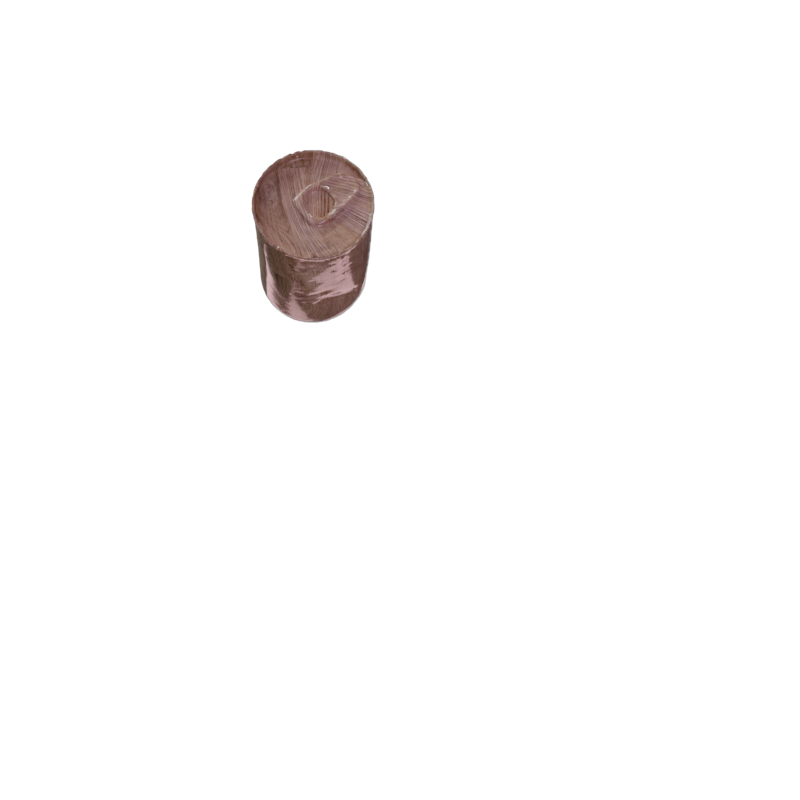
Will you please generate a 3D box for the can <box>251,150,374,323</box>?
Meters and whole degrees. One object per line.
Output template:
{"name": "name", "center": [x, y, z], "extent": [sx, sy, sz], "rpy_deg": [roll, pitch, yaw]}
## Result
{"name": "can", "center": [-0.051, -0.093, 0.655], "extent": [0.068, 0.072, 0.097], "rpy_deg": [0, -20, -3]}
